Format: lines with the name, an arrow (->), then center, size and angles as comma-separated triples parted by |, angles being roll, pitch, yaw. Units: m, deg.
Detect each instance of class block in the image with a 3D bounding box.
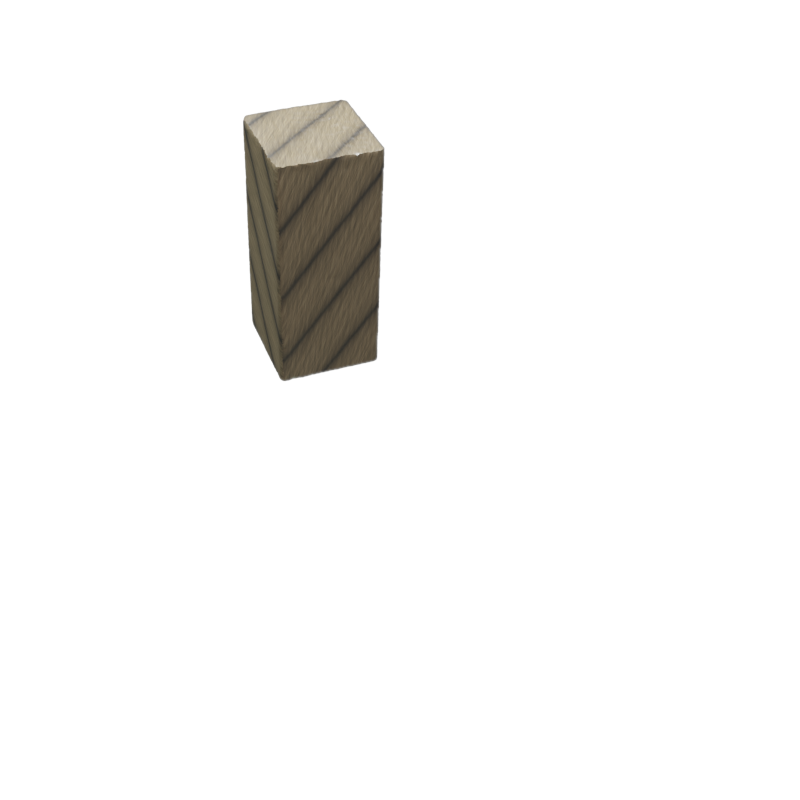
block -> -0.072, -0.130, 0.912 | 0.089, 0.193, 0.098 | -12, 40, -18
